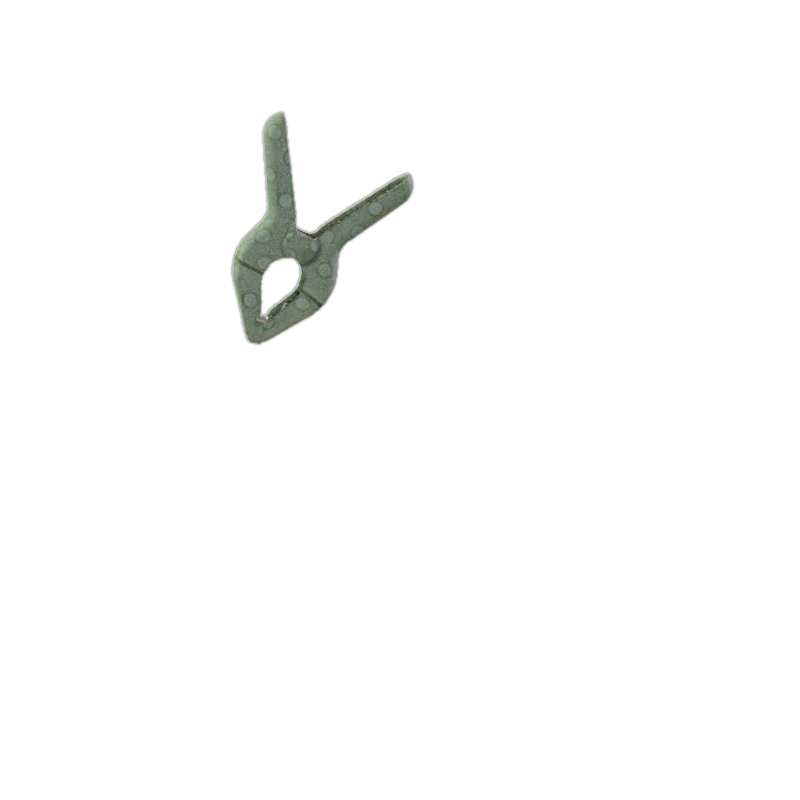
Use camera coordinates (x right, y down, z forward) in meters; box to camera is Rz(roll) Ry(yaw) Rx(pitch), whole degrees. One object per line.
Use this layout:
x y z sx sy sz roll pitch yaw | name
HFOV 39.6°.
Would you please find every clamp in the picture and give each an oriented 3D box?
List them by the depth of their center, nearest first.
-0.065 -0.119 0.836 0.119 0.168 0.040 18 10 -4 | clamp
